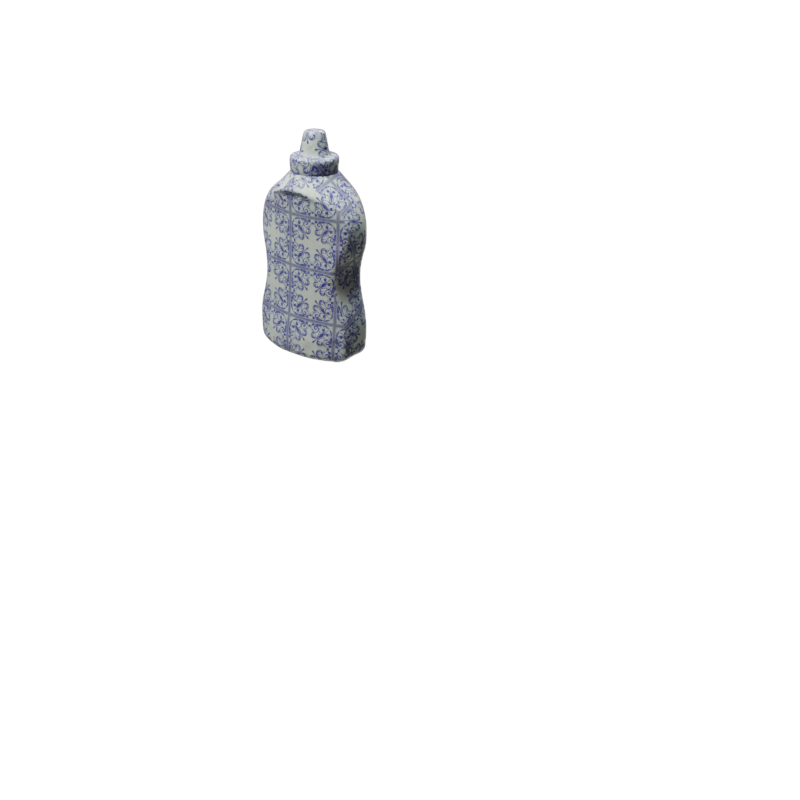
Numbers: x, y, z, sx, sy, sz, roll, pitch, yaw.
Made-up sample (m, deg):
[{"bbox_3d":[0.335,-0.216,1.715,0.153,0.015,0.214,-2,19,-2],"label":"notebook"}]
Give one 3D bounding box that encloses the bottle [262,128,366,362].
[{"bbox_3d":[-0.073,-0.134,0.937,0.102,0.183,0.058,18,26,37],"label":"bottle"}]
